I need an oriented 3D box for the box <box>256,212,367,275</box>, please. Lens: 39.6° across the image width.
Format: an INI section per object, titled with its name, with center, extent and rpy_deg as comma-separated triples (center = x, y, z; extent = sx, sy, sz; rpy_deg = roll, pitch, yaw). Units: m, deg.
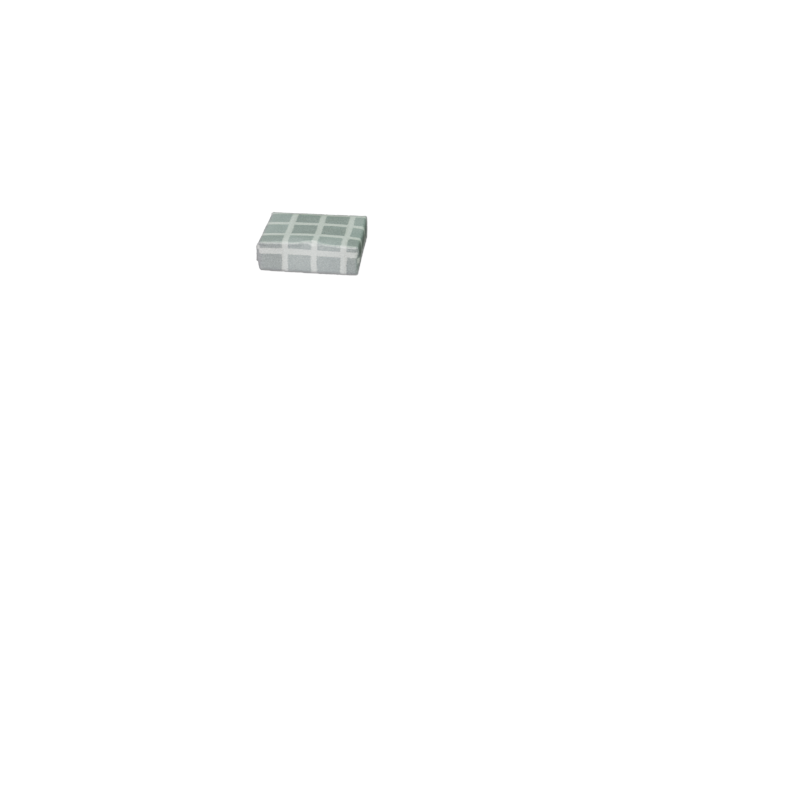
[box]
center = -0.076, -0.139, 0.974
extent = 0.090, 0.029, 0.077
rpy_deg = 3, 29, 6
